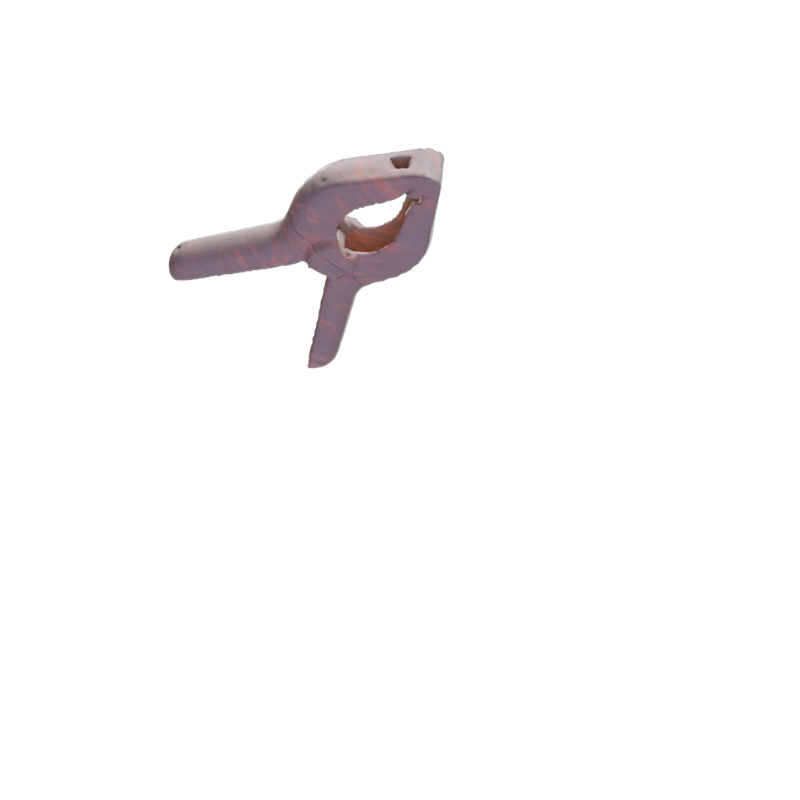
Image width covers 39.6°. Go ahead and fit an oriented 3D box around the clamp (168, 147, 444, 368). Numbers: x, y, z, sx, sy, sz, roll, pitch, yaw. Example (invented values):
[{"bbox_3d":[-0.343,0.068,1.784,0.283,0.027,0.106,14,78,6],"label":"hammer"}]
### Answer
[{"bbox_3d":[-0.049,-0.089,0.621,0.115,0.042,0.167,25,-48,-25],"label":"clamp"}]
